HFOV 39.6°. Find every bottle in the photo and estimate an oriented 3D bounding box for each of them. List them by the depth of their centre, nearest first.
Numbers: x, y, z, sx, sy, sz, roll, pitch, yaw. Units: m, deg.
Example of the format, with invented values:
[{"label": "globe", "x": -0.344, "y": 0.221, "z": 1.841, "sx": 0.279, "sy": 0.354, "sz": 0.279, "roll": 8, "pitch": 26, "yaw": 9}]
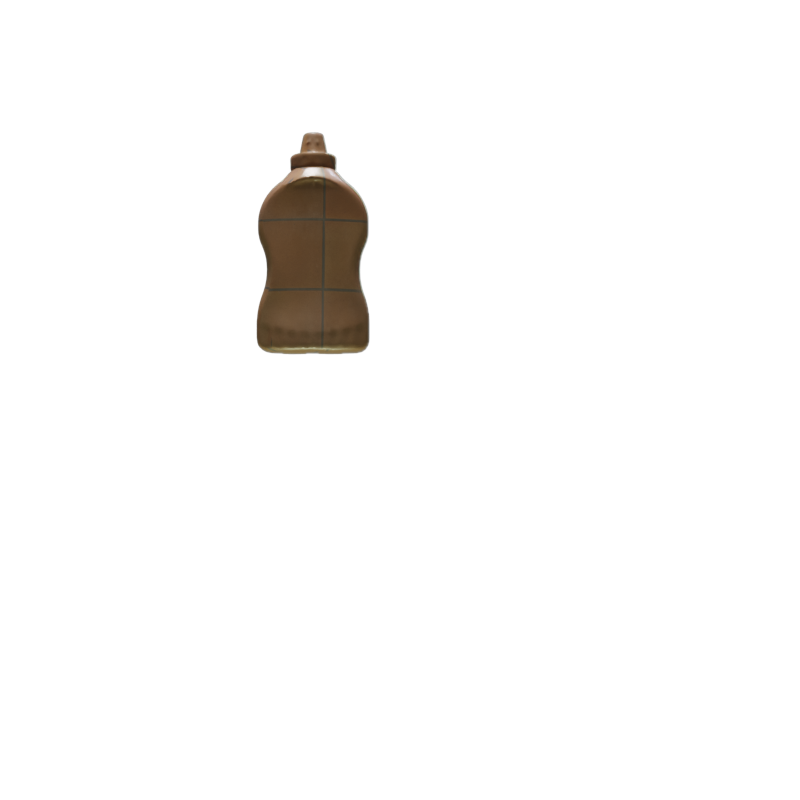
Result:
[{"label": "bottle", "x": -0.075, "y": -0.137, "z": 0.959, "sx": 0.096, "sy": 0.196, "sz": 0.057, "roll": -1, "pitch": -8, "yaw": 1}]
